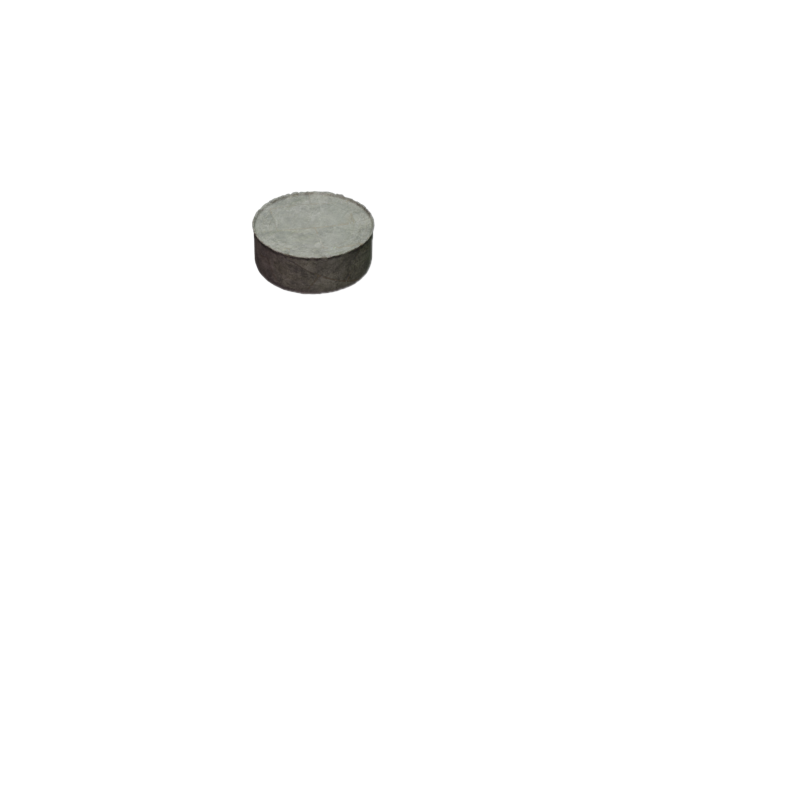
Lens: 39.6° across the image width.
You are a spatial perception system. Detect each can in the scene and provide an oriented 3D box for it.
[{"bbox_3d":[-0.062,-0.112,0.786,0.086,0.031,0.092,-1,39,-2],"label":"can"}]
